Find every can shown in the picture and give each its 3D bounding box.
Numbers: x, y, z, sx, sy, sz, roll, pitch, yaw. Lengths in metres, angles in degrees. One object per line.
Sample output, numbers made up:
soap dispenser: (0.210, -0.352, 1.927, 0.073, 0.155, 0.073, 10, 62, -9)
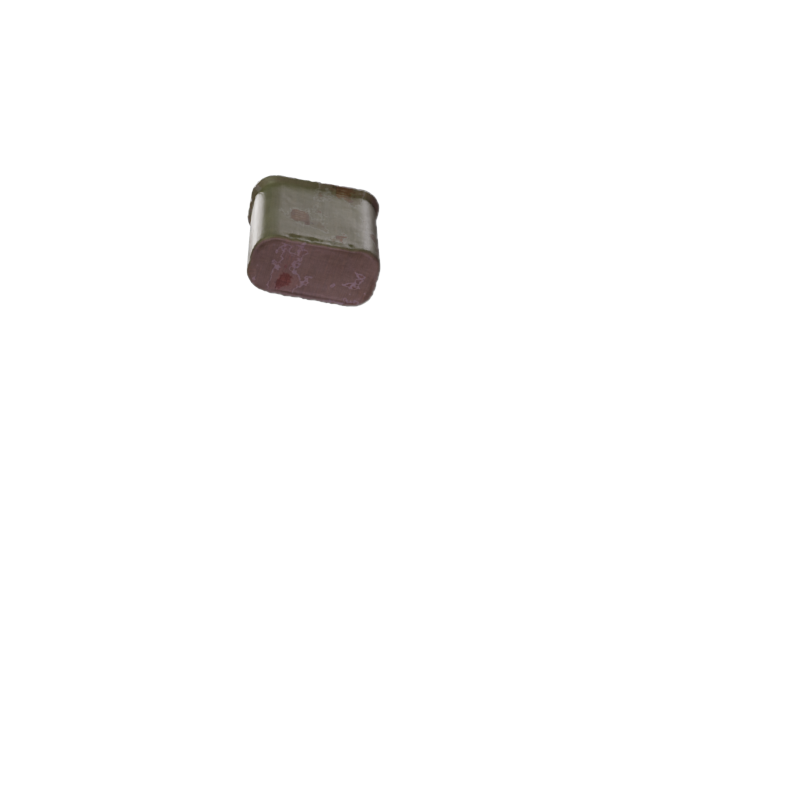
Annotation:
can: (-0.066, -0.120, 0.844, 0.101, 0.054, 0.090, 9, 38, -9)
